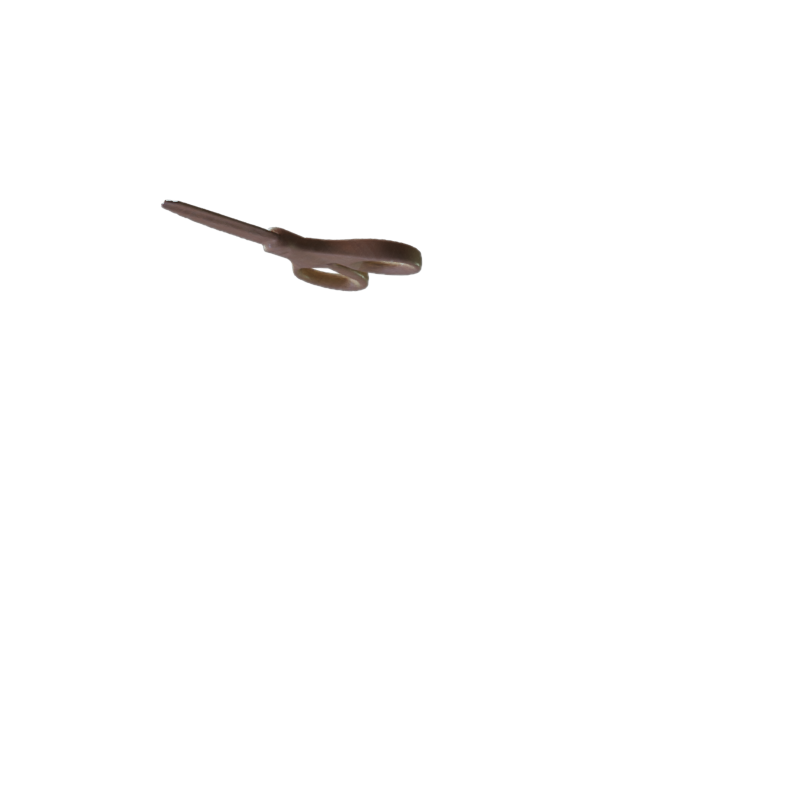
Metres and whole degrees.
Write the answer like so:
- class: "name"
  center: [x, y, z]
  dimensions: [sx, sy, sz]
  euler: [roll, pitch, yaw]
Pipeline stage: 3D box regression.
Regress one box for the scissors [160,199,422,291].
- class: "scissors"
  center: [-0.053, -0.097, 0.680]
  dimensions: [0.098, 0.016, 0.191]
  euler: [-4, -10, 21]
